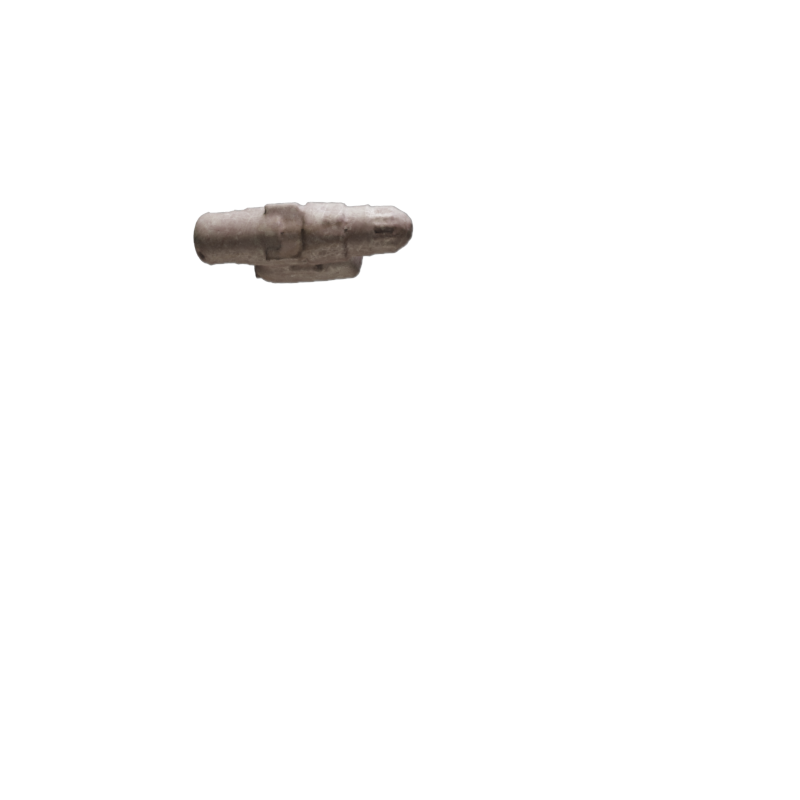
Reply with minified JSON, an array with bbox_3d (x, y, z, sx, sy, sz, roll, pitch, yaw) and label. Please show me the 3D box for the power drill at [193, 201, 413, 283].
[{"bbox_3d":[-0.078,-0.142,0.995,0.186,0.058,0.184,0,-1,5],"label":"power drill"}]
